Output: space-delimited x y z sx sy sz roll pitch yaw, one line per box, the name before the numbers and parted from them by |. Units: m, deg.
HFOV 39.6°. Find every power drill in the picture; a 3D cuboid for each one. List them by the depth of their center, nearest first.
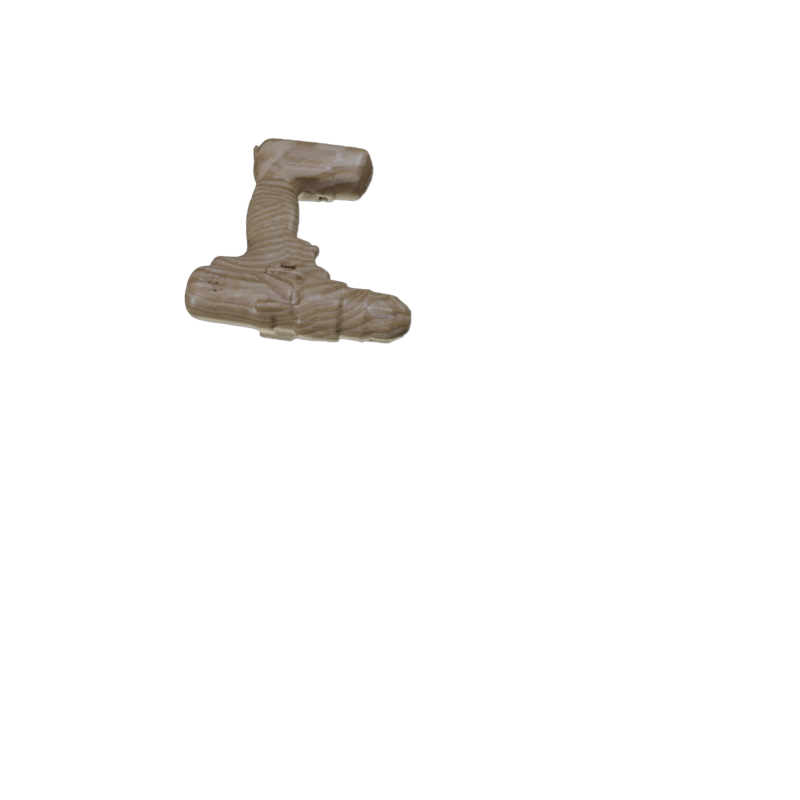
power drill | -0.073 -0.133 0.934 0.186 0.199 0.053 8 -37 5
